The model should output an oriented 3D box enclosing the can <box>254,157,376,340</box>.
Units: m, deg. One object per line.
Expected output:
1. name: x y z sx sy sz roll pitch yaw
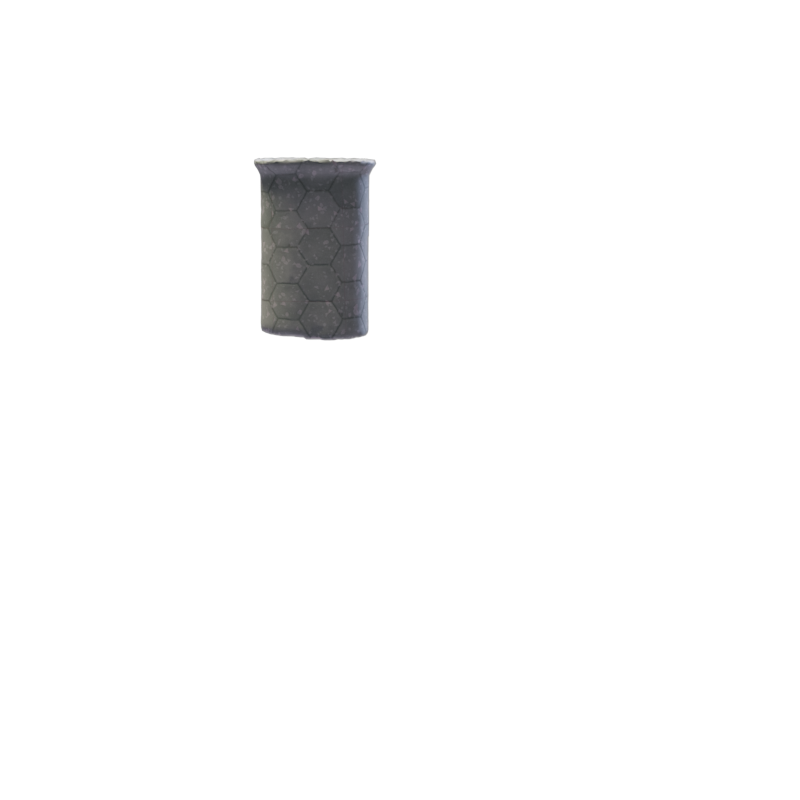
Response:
1. can: -0.044 -0.079 0.555 0.057 0.082 0.104 0 10 -5
